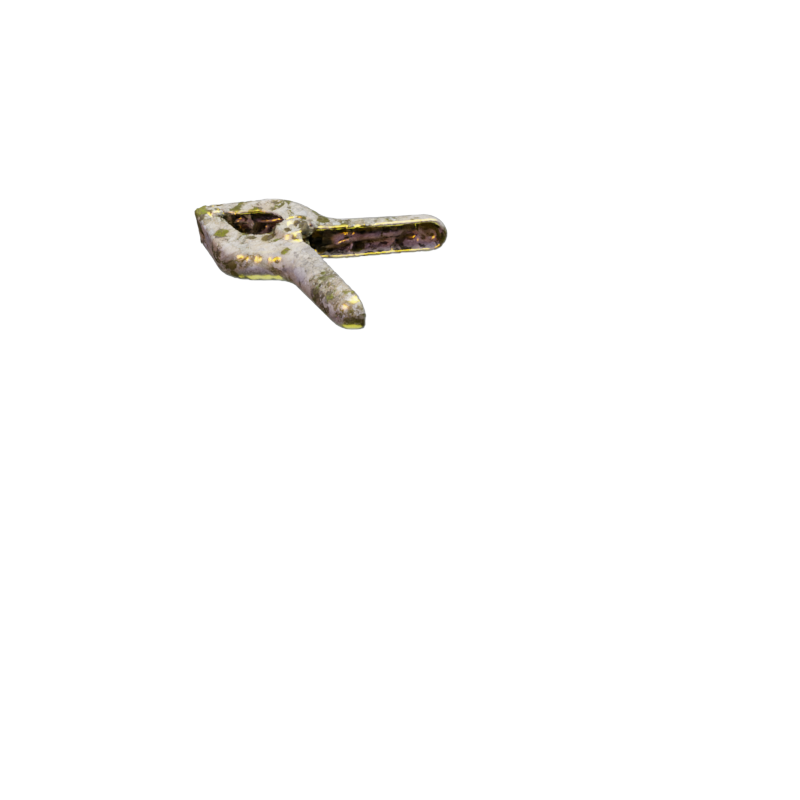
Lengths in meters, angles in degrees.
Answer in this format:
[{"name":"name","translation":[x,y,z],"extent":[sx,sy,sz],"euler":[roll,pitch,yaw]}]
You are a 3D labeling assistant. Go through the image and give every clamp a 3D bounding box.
[{"name":"clamp","translation":[-0.058,-0.106,0.739],"extent":[0.182,0.037,0.120],"euler":[25,41,33]}]
